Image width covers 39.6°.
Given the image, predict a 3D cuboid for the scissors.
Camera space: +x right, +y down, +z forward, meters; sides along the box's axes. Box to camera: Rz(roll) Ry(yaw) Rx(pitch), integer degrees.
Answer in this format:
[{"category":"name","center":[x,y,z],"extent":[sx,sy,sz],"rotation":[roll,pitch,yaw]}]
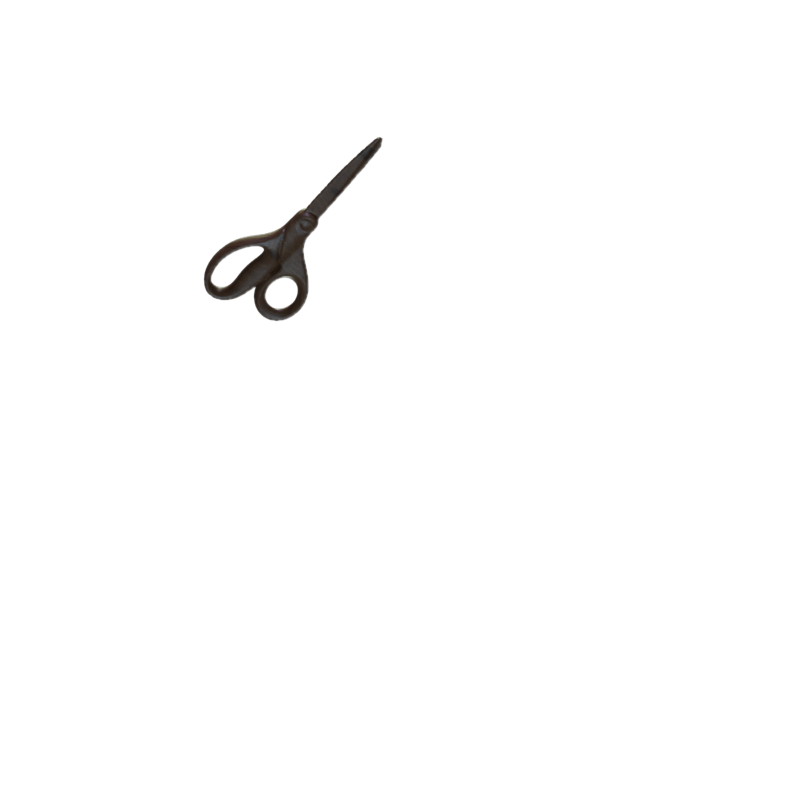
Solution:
[{"category":"scissors","center":[-0.071,-0.130,0.907],"extent":[0.201,0.090,0.017],"rotation":[-29,33,21]}]
